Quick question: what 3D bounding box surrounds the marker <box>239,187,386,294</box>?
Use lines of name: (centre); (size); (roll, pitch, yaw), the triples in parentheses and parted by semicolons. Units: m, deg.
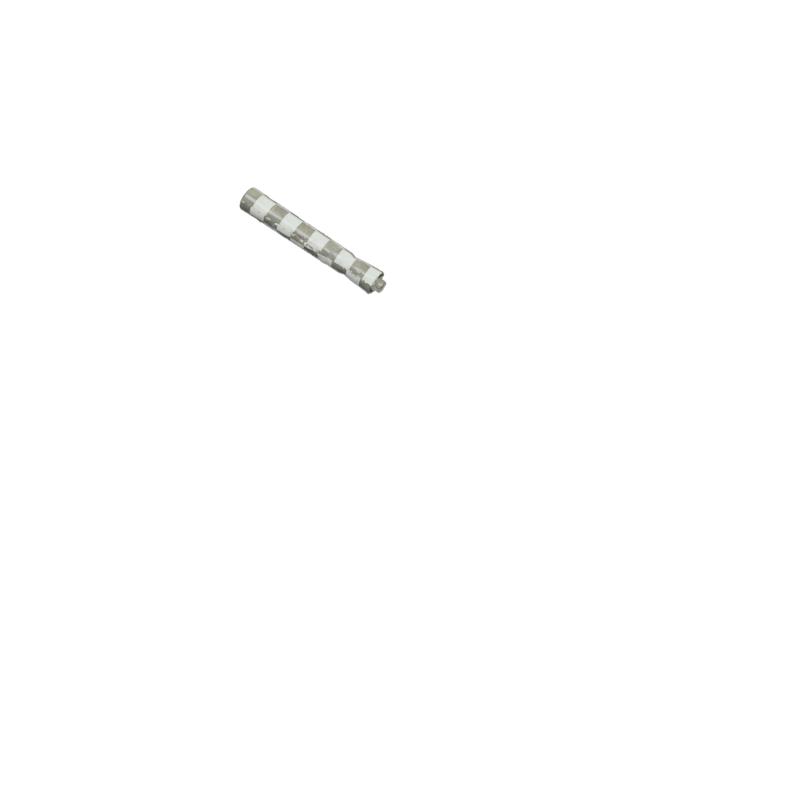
marker: (-0.061, -0.112, 0.785); (0.126, 0.019, 0.019); (35, 14, 17)
